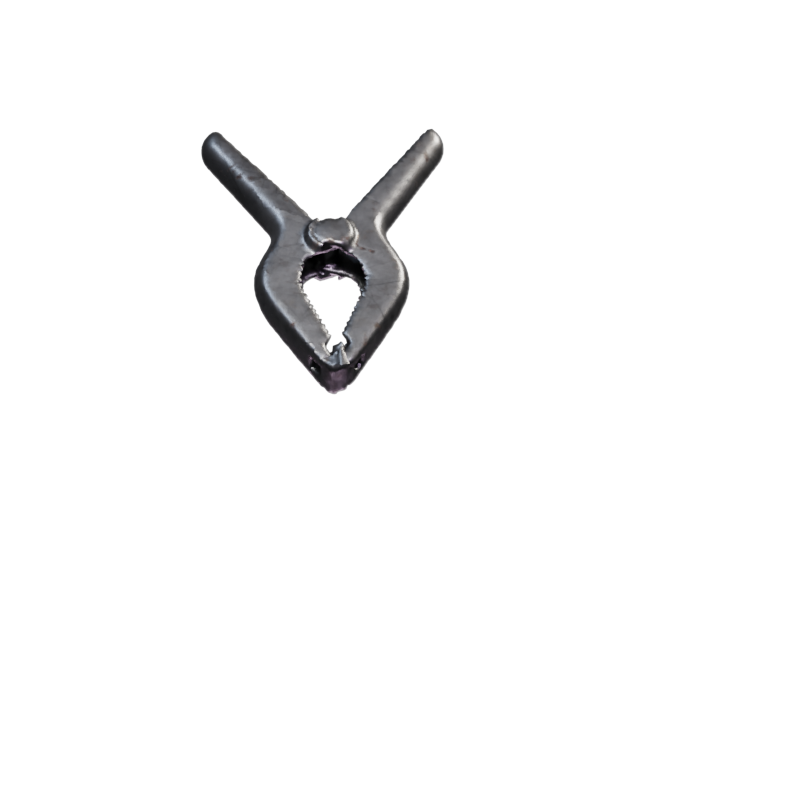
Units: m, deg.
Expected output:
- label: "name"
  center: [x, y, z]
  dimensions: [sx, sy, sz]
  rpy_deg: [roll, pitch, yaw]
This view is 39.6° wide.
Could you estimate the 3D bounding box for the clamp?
- label: "clamp"
  center: [-0.055, -0.100, 0.704]
  dimensions: [0.165, 0.224, 0.034]
  rpy_deg: [2, -38, 1]
